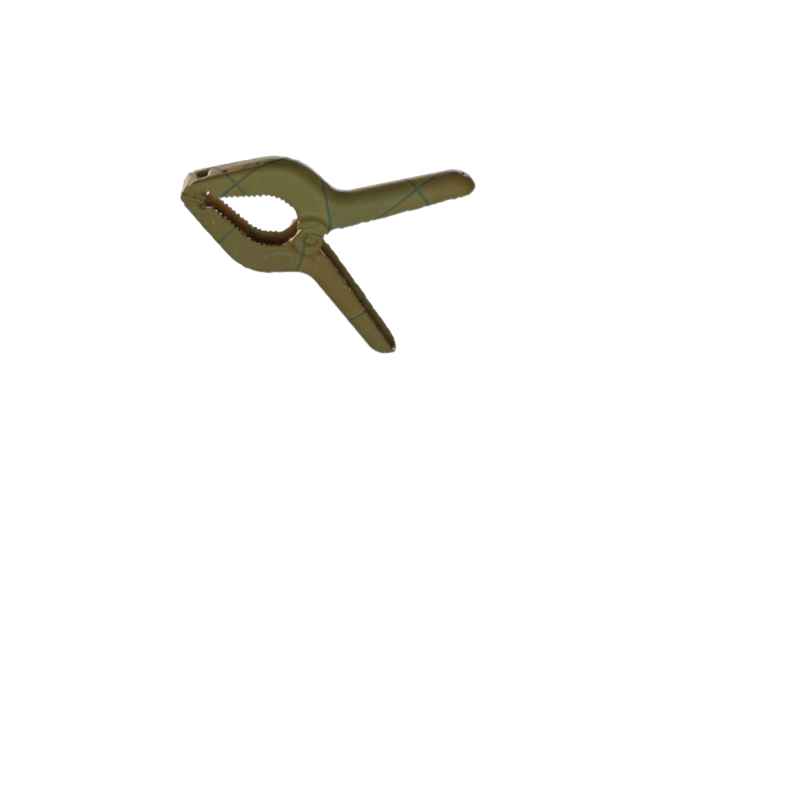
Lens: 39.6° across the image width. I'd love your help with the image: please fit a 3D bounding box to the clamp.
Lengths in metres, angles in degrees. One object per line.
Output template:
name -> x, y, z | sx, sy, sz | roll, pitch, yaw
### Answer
clamp -> -0.066, -0.120, 0.841 | 0.207, 0.157, 0.039 | 13, 28, -7
